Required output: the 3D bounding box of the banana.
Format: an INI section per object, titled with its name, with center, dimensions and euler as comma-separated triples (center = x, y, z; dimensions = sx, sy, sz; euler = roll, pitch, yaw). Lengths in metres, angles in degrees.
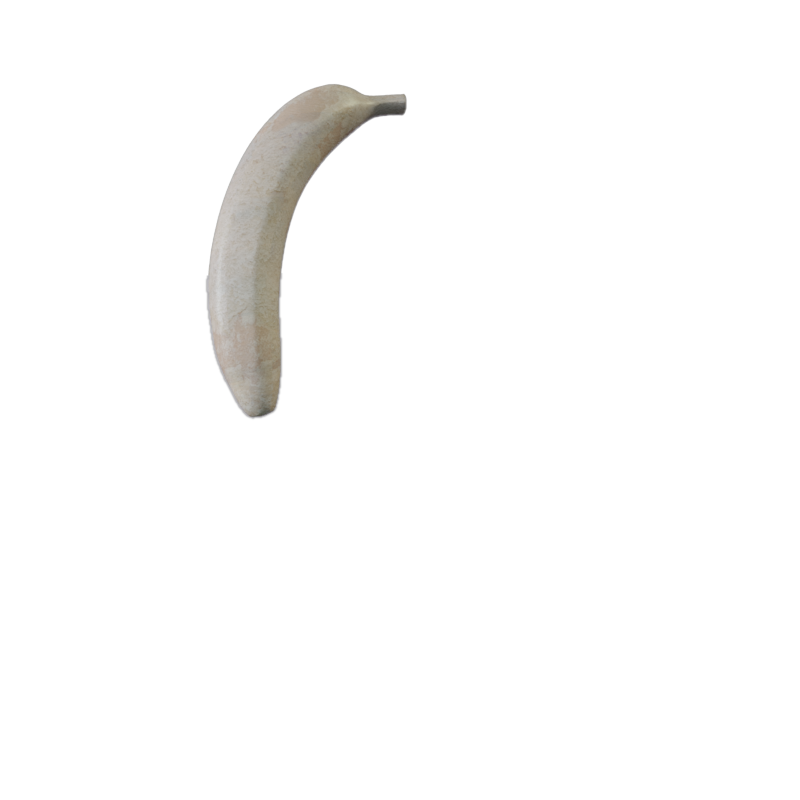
[banana]
center = -0.061, -0.092, 0.575
dimensions = 0.071, 0.204, 0.035
euler = 20, -18, 6
